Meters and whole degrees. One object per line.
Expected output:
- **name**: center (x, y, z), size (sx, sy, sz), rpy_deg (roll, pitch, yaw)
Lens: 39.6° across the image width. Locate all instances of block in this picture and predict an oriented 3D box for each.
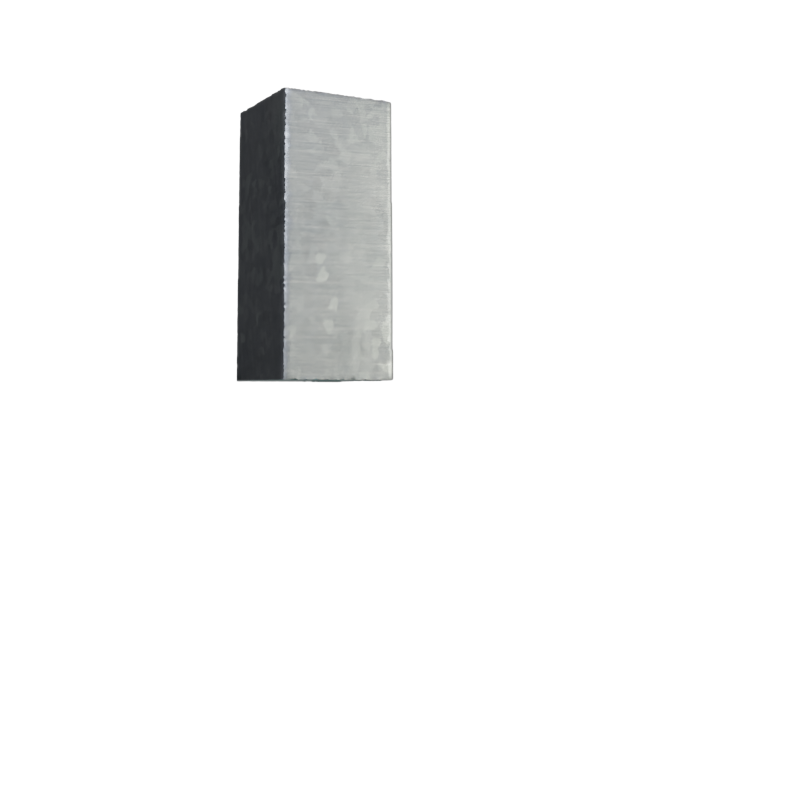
- **block**: center (-0.065, -0.118, 0.828), size (0.087, 0.210, 0.092), rpy_deg (3, -8, -28)
